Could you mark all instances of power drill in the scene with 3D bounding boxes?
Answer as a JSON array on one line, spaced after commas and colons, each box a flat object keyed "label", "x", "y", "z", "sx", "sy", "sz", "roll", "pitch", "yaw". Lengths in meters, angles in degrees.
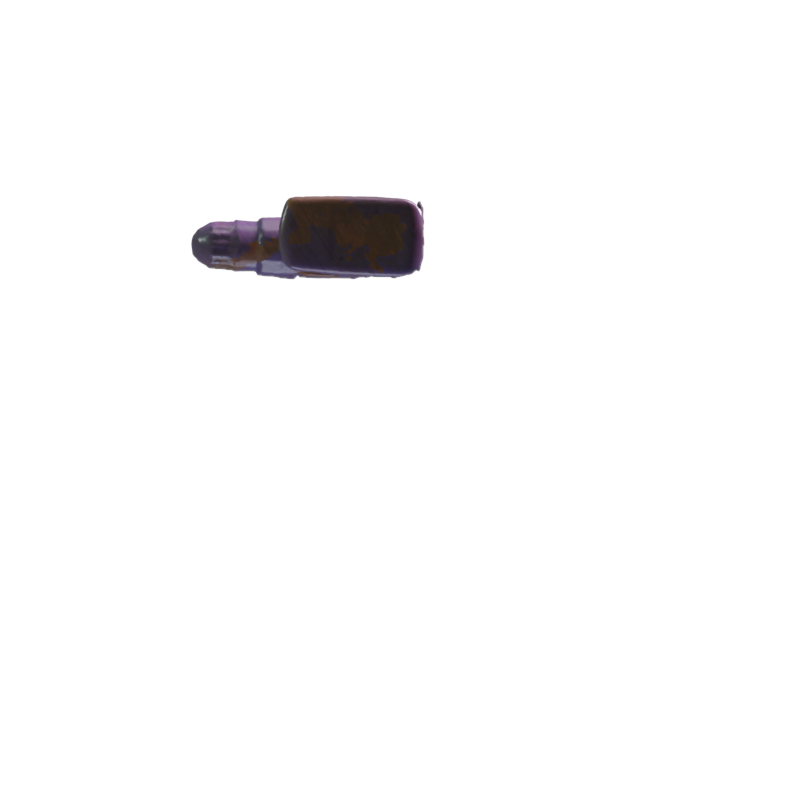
[{"label": "power drill", "x": -0.068, "y": -0.123, "z": 0.865, "sx": 0.182, "sy": 0.057, "sz": 0.191, "roll": -1, "pitch": 5, "yaw": -10}]
